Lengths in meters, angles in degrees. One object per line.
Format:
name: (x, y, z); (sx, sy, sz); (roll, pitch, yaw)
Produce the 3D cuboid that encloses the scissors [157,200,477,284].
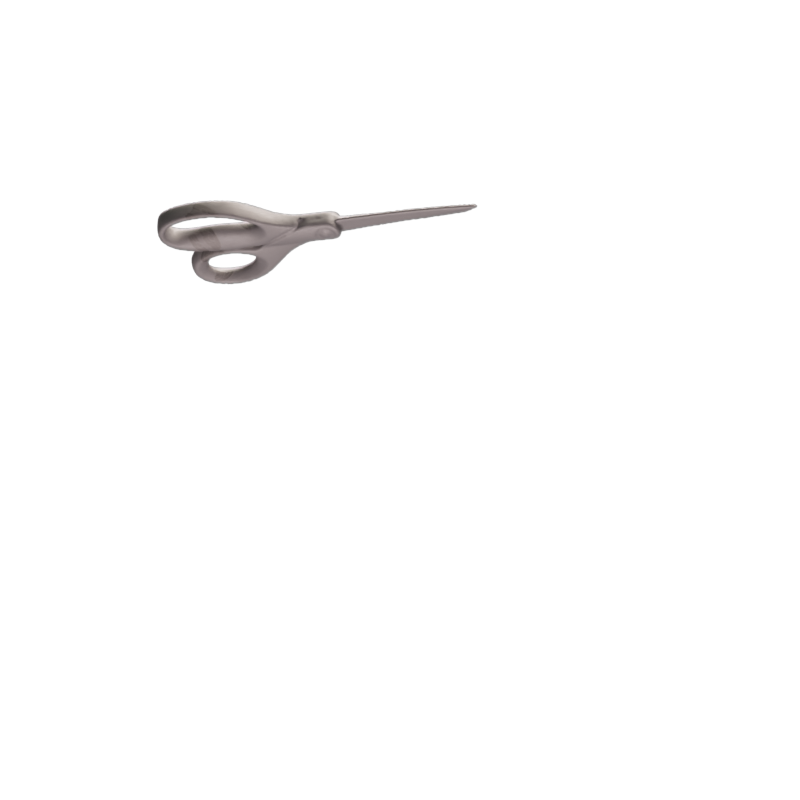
scissors: (-0.057, -0.104, 0.728); (0.201, 0.017, 0.091); (1, -25, -3)
